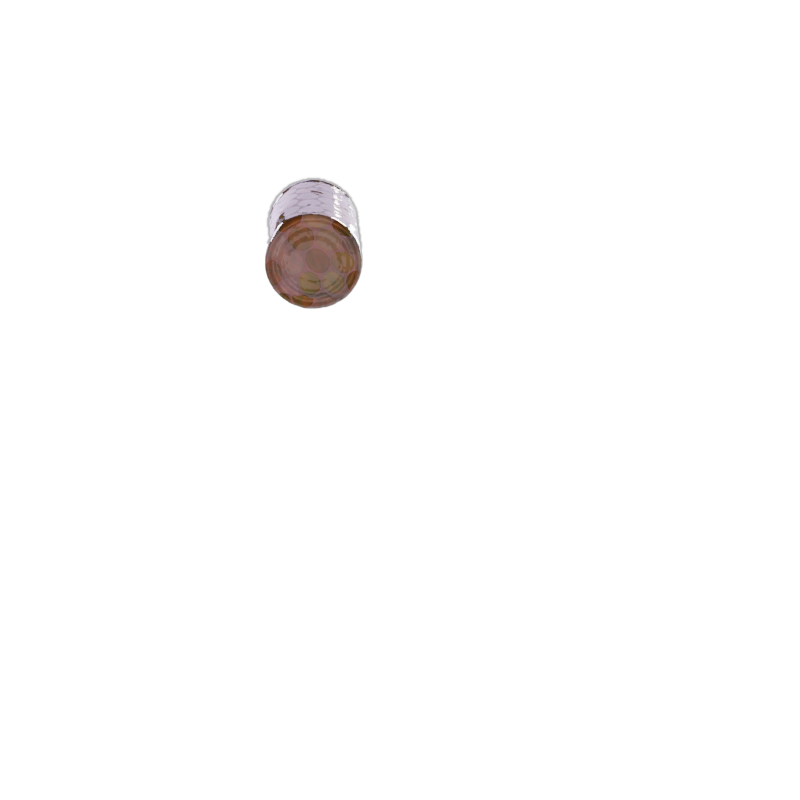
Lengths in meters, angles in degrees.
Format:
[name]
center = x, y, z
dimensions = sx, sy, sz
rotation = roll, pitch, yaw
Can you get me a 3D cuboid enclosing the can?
[can]
center = -0.062, -0.113, 0.790
dimensions = 0.068, 0.066, 0.107
rotation = 0, 22, -3
